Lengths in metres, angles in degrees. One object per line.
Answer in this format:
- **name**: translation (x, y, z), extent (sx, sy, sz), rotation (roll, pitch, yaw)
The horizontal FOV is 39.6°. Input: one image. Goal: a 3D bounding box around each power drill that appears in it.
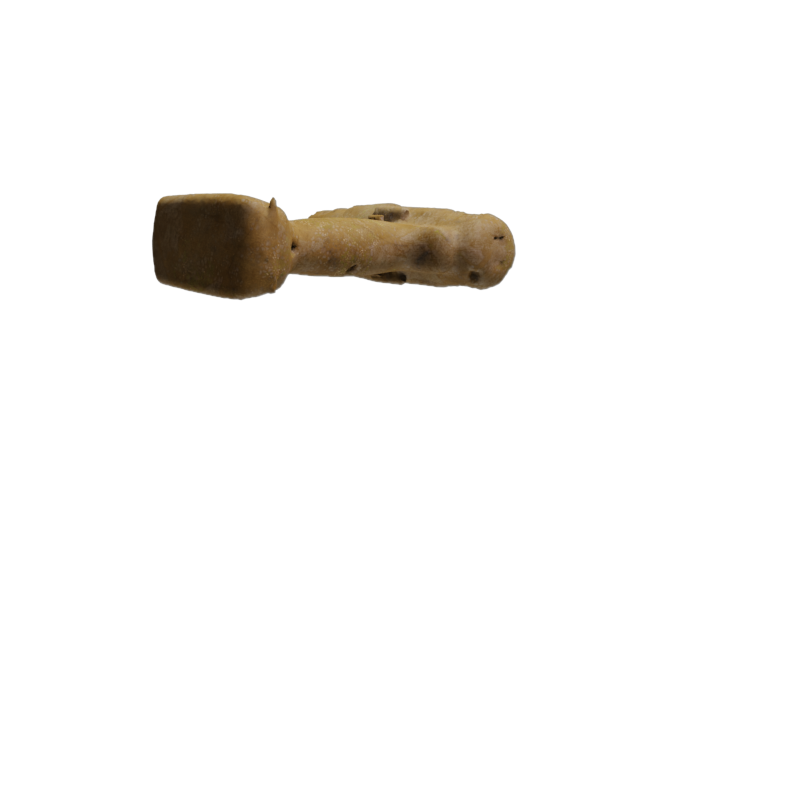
- **power drill**: translation (-0.053, -0.097, 0.679), extent (0.181, 0.057, 0.193), rotation (-8, 12, -39)
